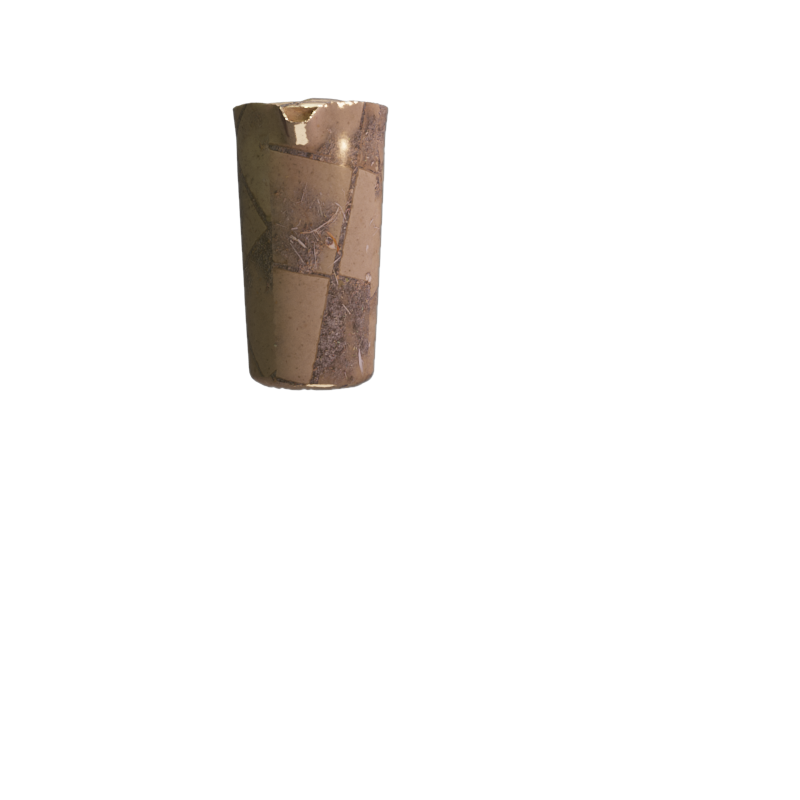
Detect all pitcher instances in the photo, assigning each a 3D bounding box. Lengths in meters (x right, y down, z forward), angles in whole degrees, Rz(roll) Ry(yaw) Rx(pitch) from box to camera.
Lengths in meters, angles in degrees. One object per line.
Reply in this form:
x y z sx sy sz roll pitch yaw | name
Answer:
-0.075 -0.137 0.963 0.144 0.242 0.151 -2 4 -42 | pitcher
